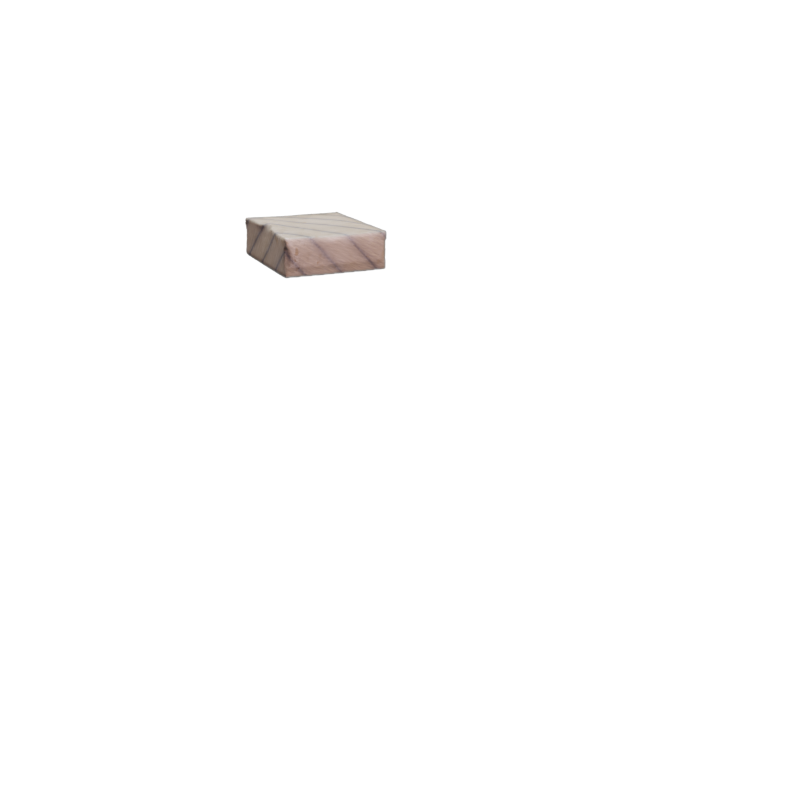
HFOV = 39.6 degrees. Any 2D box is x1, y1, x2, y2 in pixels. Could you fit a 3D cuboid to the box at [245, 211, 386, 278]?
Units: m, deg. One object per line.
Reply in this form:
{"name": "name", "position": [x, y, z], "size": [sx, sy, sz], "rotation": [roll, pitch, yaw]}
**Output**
{"name": "box", "position": [-0.060, -0.110, 0.770], "size": [0.071, 0.029, 0.094], "rotation": [-7, 19, -22]}
